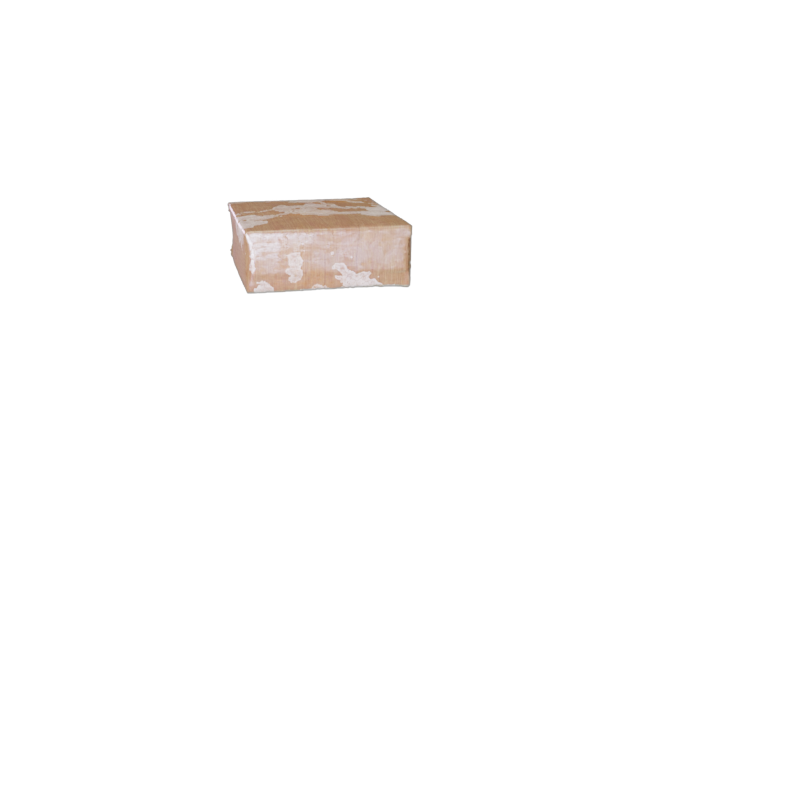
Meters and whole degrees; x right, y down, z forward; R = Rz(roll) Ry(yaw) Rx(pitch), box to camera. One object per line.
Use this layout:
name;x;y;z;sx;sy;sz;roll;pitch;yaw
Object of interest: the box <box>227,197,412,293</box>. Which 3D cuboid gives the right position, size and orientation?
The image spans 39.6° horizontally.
box;-0.049;-0.090;0.631;0.089;0.038;0.118;-3;15;-12
